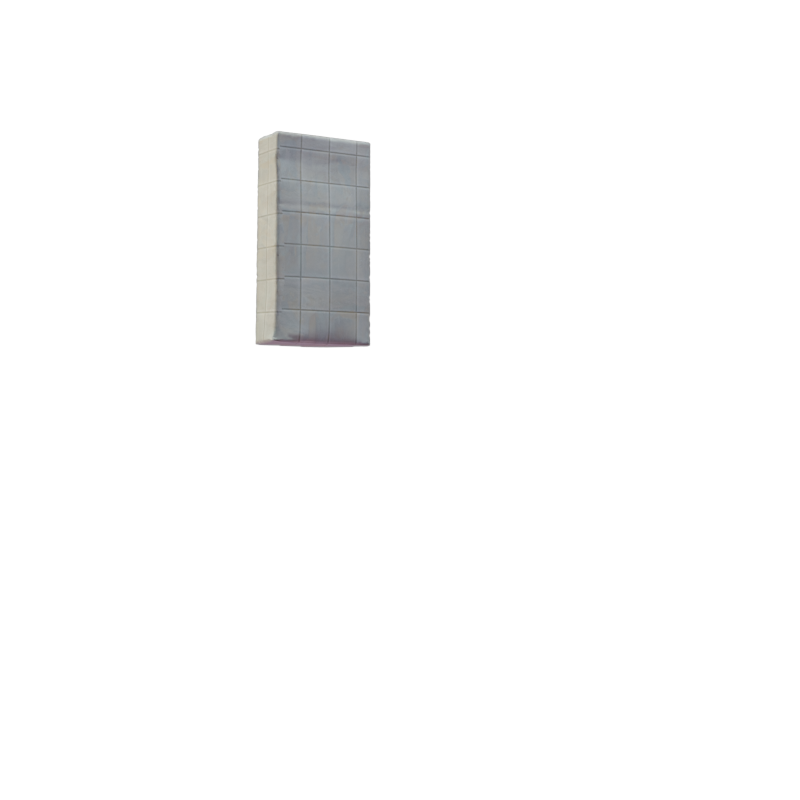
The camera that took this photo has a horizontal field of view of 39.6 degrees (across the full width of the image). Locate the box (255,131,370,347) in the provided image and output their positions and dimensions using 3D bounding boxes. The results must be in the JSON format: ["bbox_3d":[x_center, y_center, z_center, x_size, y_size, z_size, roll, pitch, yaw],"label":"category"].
[{"bbox_3d":[-0.074,-0.134,0.939,0.090,0.180,0.049,4,-9,-30],"label":"box"}]
